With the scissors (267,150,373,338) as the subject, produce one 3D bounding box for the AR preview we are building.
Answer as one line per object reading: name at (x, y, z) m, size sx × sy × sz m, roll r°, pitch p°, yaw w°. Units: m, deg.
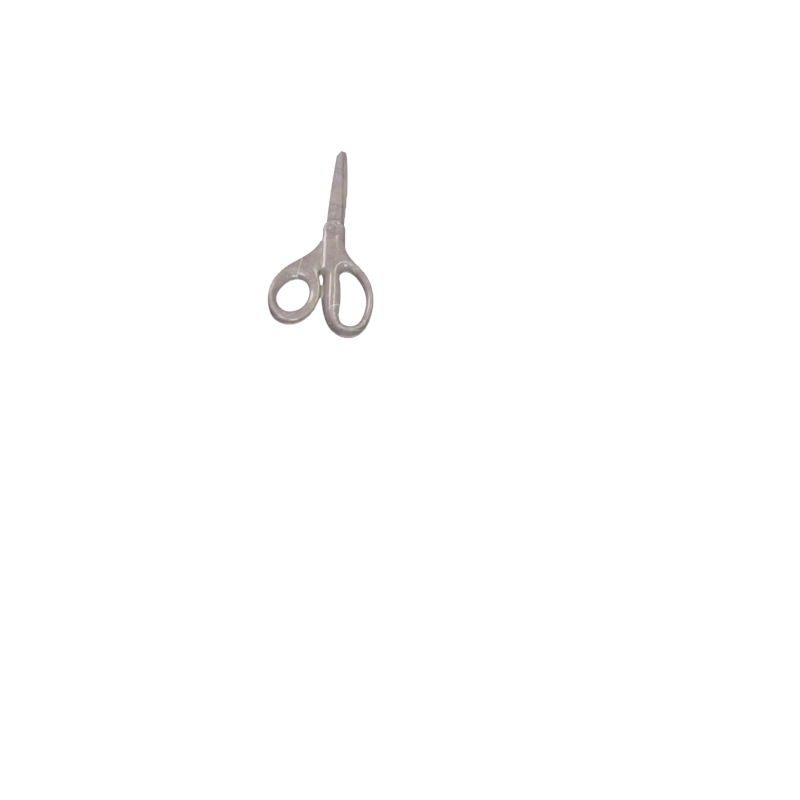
scissors at (-0.075, -0.137, 0.957) m, size 0.095 × 0.217 × 0.015 m, roll -9°, pitch -36°, yaw -7°
